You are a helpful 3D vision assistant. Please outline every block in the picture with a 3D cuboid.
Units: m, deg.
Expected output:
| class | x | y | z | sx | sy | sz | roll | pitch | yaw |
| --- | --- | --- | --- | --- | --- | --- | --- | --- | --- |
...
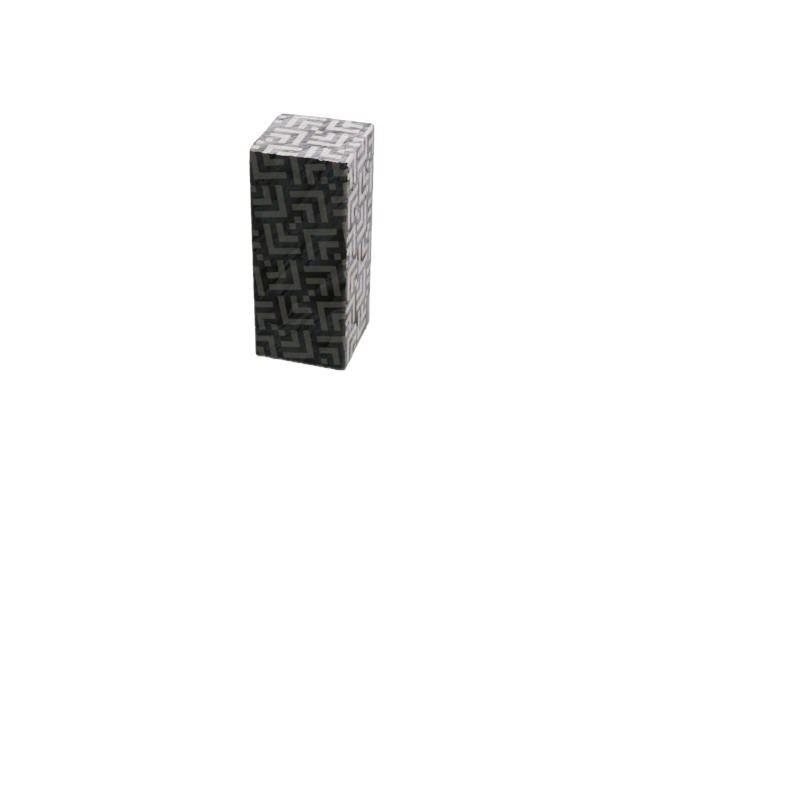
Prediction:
| class | x | y | z | sx | sy | sz | roll | pitch | yaw |
| --- | --- | --- | --- | --- | --- | --- | --- | --- | --- |
| block | -0.079 | -0.143 | 0.999 | 0.092 | 0.194 | 0.094 | 9 | 32 | 11 |
